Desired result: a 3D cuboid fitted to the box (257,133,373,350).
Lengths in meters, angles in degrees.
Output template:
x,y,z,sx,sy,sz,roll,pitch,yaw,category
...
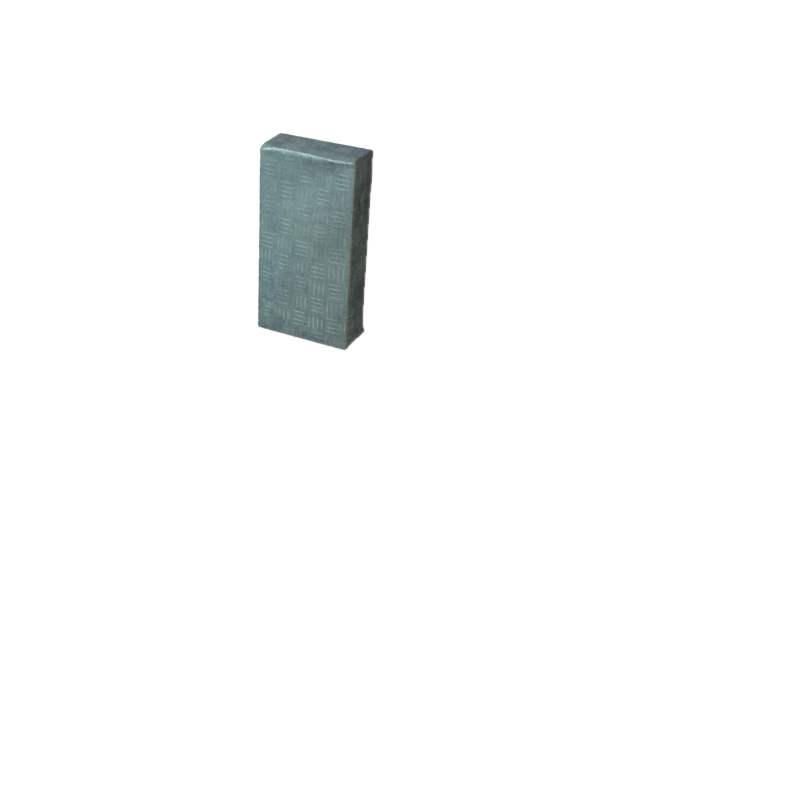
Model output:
x,y,z,sx,sy,sz,roll,pitch,yaw,category
-0.076,-0.138,0.970,0.097,0.166,0.049,14,30,22,box
